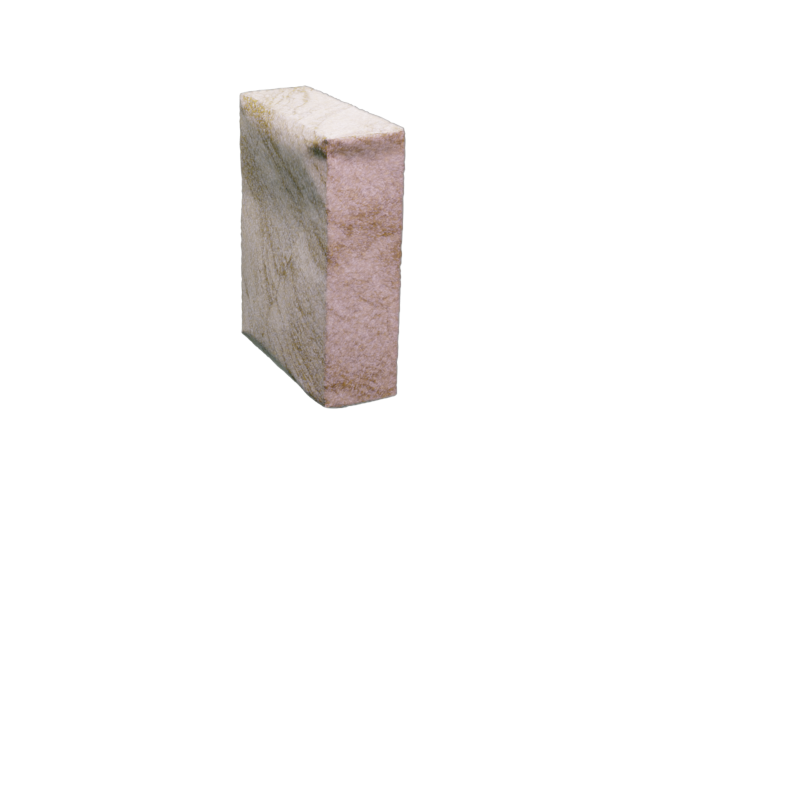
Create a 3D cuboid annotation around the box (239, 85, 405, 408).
[{"bbox_3d":[-0.068,-0.124,0.868,0.070,0.204,0.176,-10,26,-27],"label":"box"}]
